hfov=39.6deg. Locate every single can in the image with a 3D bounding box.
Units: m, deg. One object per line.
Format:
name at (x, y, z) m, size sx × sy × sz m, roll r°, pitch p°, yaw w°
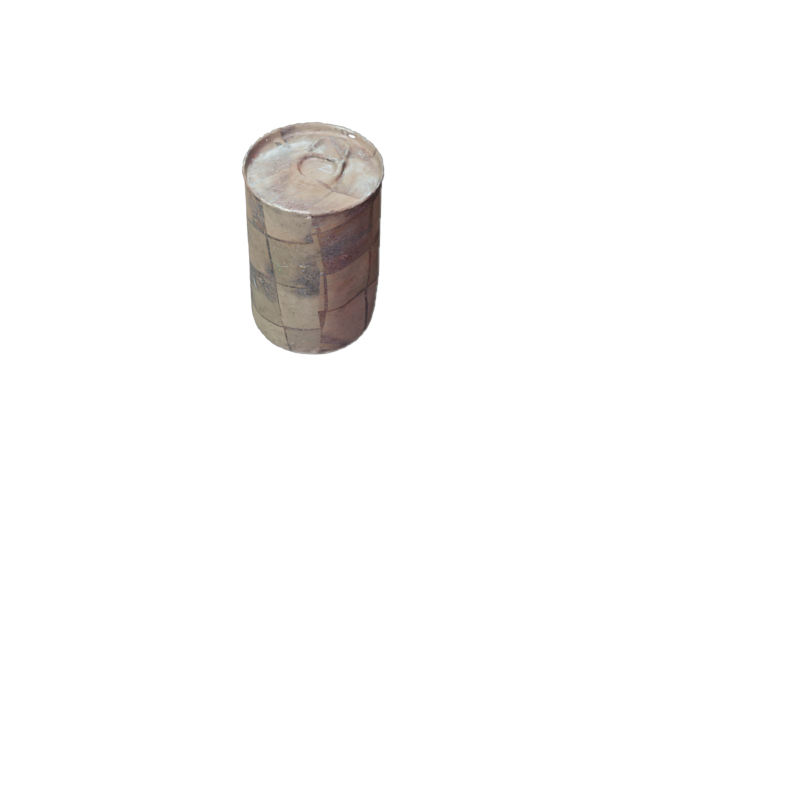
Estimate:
can at (-0.044, -0.080, 0.563) m, size 0.068 × 0.074 × 0.095 m, roll 0°, pitch -42°, yaw -3°
